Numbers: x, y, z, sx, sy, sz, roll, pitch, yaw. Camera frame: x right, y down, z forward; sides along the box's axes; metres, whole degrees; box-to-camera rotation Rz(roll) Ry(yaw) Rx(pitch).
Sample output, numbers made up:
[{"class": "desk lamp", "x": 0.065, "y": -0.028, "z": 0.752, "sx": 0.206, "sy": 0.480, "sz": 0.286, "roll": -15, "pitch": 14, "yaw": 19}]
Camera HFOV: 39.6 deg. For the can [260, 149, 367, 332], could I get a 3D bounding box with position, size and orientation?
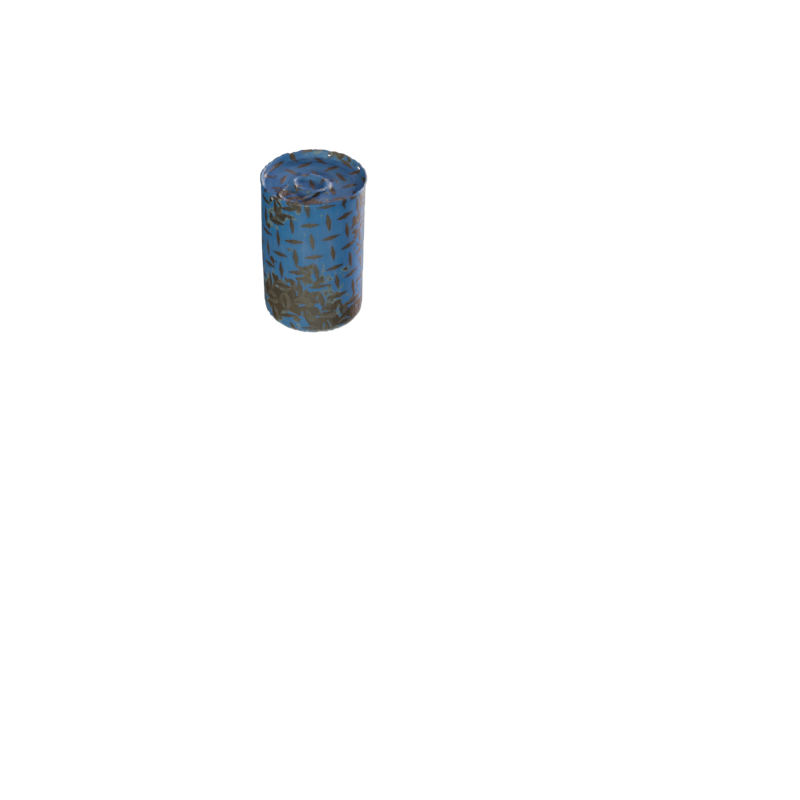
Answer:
[{"class": "can", "x": -0.057, "y": -0.104, "z": 0.729, "sx": 0.068, "sy": 0.095, "sz": 0.073, "roll": 0, "pitch": 38, "yaw": -3}]
